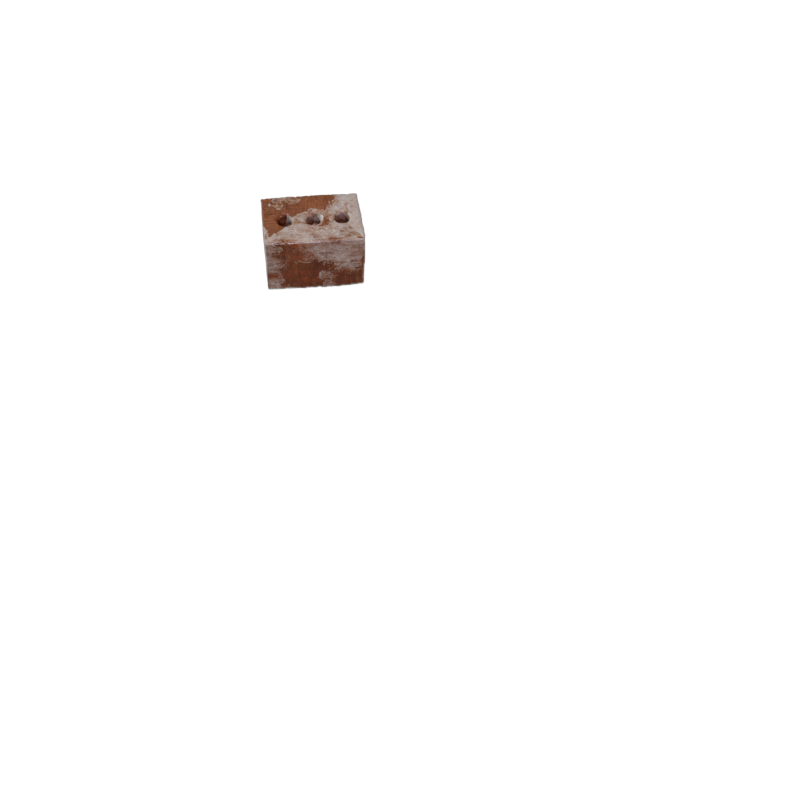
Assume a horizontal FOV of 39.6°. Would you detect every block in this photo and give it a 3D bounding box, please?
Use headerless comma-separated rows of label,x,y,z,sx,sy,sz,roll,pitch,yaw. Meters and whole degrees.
block,-0.067,-0.123,0.860,0.077,0.057,0.048,-4,-42,-5
